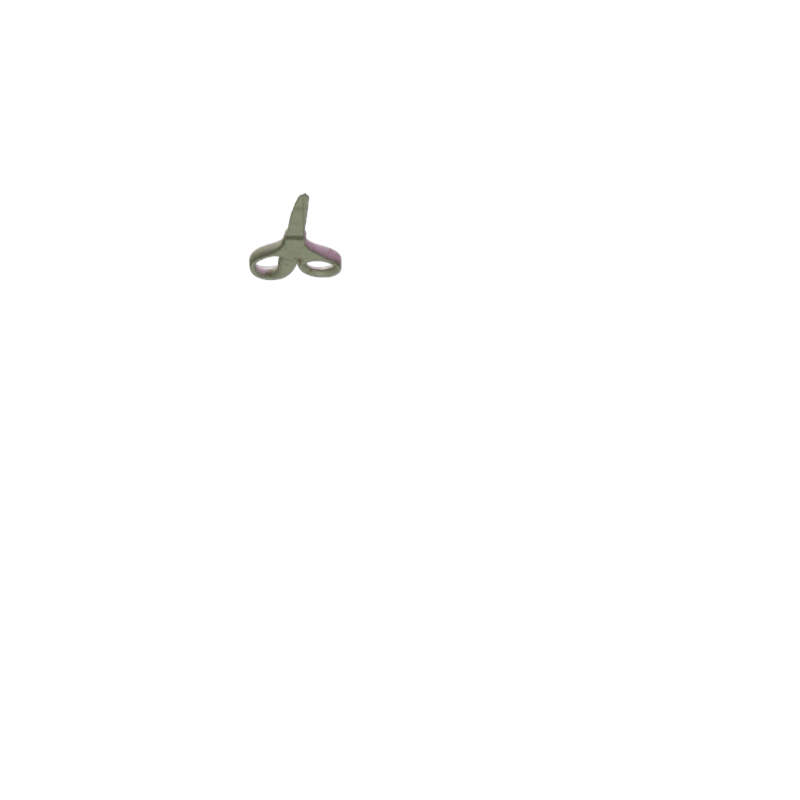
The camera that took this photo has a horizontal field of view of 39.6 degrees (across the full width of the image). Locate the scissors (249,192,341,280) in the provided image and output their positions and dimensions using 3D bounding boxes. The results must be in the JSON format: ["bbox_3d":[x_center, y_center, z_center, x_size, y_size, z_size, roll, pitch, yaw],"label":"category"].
[{"bbox_3d":[-0.078,-0.142,0.992,0.093,0.016,0.200,5,-13,-23],"label":"scissors"}]
